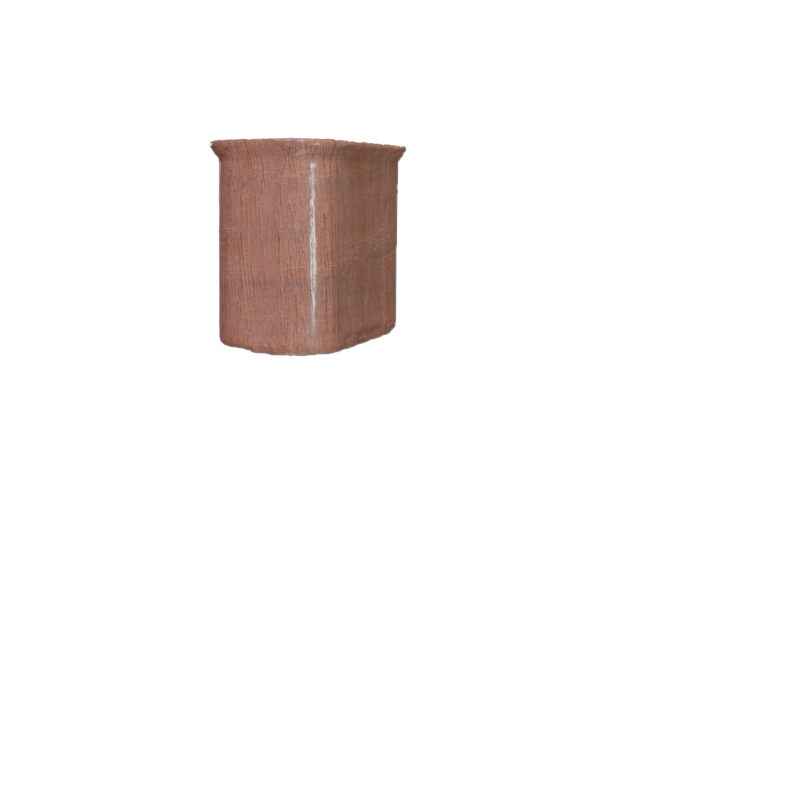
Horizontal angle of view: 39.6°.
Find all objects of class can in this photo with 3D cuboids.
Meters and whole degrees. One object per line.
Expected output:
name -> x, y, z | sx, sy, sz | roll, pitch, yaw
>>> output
can -> -0.037, -0.067, 0.471 | 0.059, 0.083, 0.100 | 3, 8, 22
